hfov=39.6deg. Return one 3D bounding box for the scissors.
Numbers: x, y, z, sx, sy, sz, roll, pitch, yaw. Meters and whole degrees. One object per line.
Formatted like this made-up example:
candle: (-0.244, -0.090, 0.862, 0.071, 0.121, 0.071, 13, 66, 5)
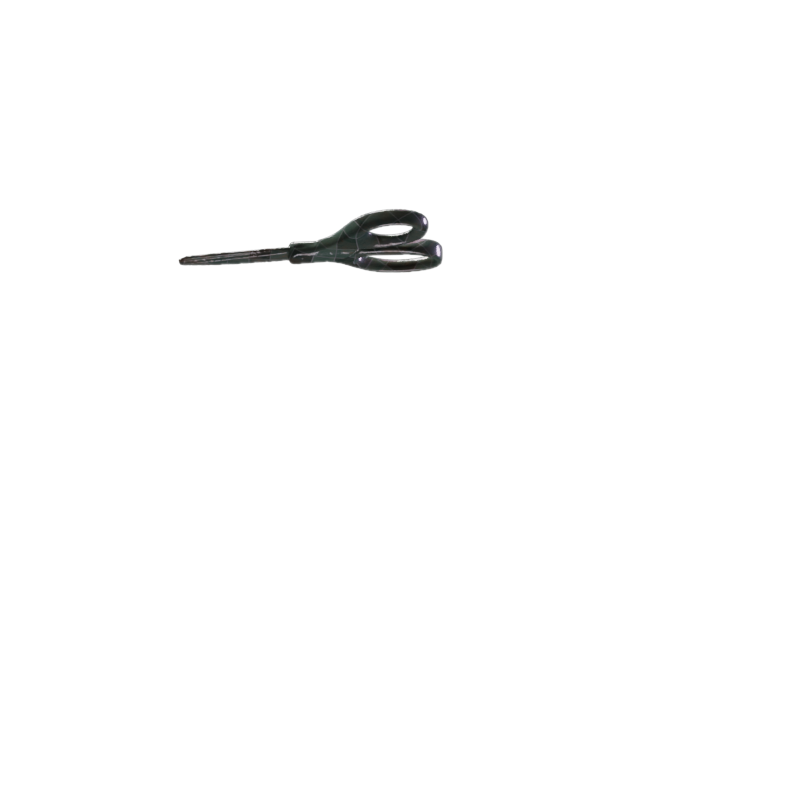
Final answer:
scissors: (-0.065, -0.119, 0.830, 0.200, 0.017, 0.092, 2, -20, -6)
